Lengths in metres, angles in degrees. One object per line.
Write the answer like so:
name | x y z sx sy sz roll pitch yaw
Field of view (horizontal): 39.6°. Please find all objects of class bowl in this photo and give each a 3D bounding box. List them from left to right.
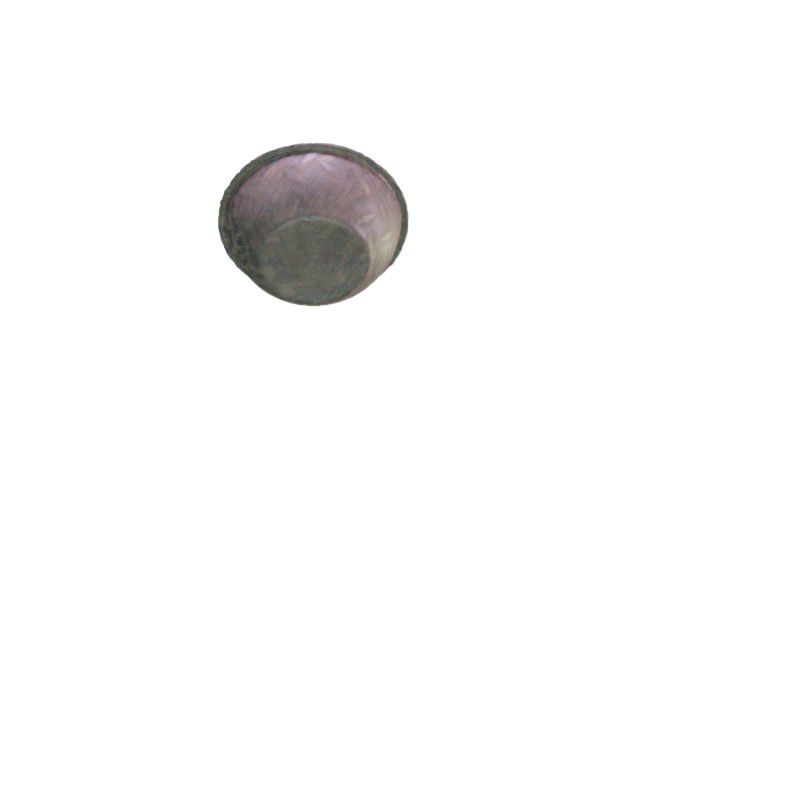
bowl | -0.072 -0.131 0.919 0.162 0.151 0.059 1 40 -1
